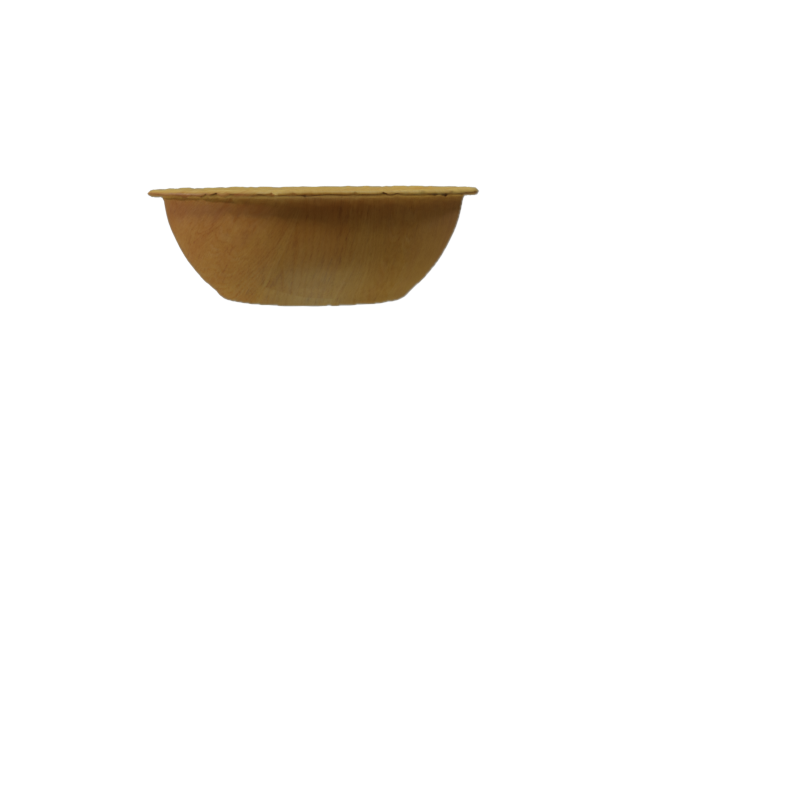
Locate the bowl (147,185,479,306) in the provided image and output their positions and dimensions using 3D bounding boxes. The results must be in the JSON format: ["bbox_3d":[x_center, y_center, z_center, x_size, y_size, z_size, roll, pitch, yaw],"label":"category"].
[{"bbox_3d":[-0.043,-0.078,0.549,0.162,0.054,0.165,0,10,-2],"label":"bowl"}]
